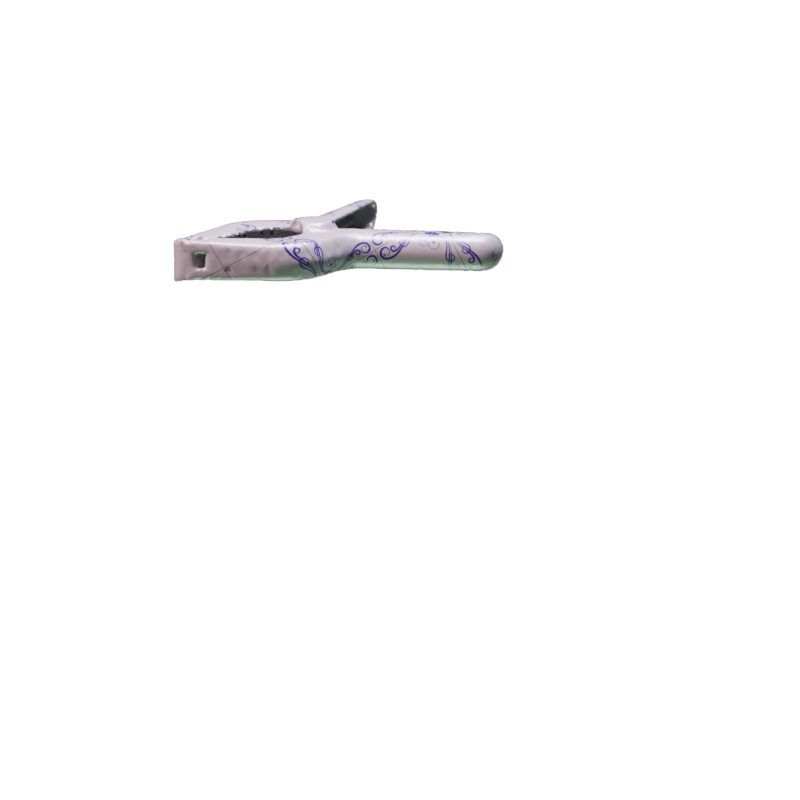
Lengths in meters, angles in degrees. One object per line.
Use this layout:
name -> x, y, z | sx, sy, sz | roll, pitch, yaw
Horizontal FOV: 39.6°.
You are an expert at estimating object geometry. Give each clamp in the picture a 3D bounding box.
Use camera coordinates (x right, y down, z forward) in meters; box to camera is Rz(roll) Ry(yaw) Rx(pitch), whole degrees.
clamp -> -0.060, -0.109, 0.762 | 0.205, 0.035, 0.174 | -9, 21, -24
